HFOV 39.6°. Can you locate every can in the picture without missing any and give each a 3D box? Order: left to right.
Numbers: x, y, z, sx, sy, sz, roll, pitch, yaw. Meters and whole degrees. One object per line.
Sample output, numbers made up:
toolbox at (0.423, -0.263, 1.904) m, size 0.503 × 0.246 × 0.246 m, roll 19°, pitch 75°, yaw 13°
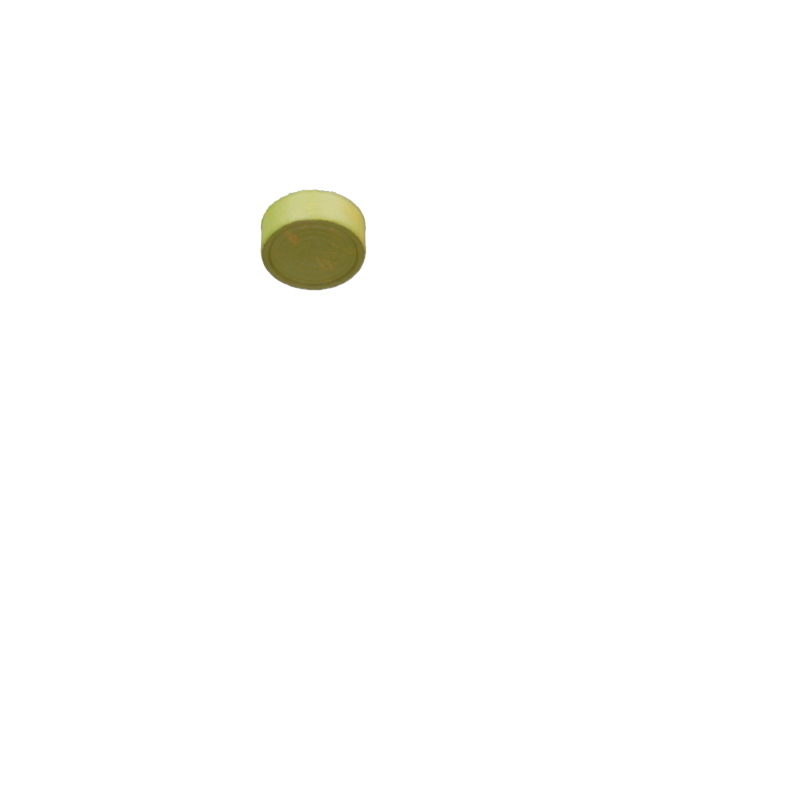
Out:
can at (-0.070, -0.128, 0.893) m, size 0.086 × 0.036 × 0.080 m, roll 1°, pitch -40°, yaw -2°
